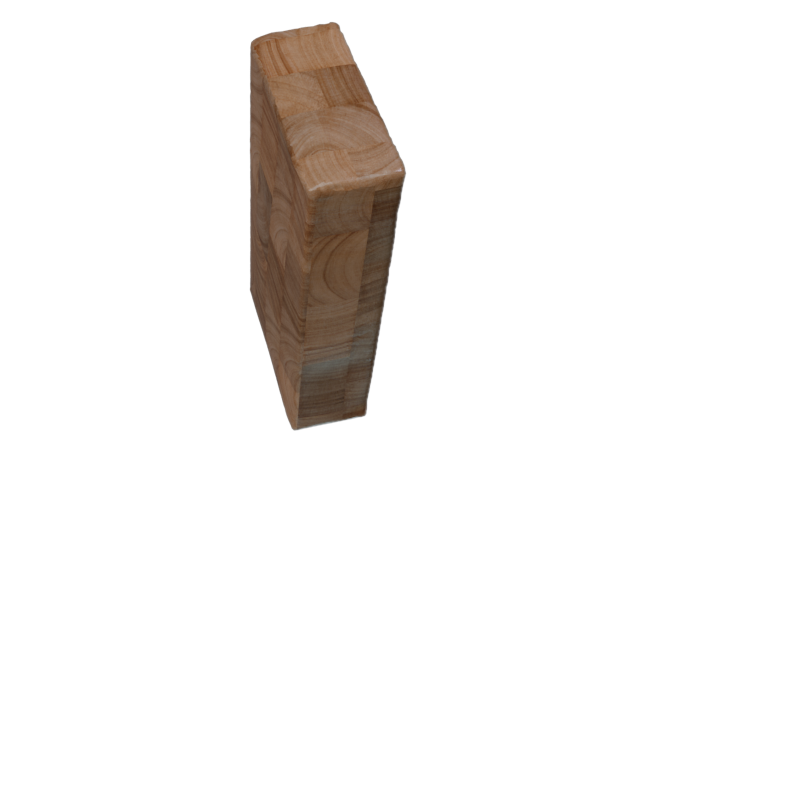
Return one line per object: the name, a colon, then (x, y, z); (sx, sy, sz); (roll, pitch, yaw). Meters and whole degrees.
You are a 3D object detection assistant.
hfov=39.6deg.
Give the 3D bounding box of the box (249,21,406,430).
box: (-0.039, -0.071, 0.500); (0.048, 0.101, 0.165); (-13, -33, -12)
